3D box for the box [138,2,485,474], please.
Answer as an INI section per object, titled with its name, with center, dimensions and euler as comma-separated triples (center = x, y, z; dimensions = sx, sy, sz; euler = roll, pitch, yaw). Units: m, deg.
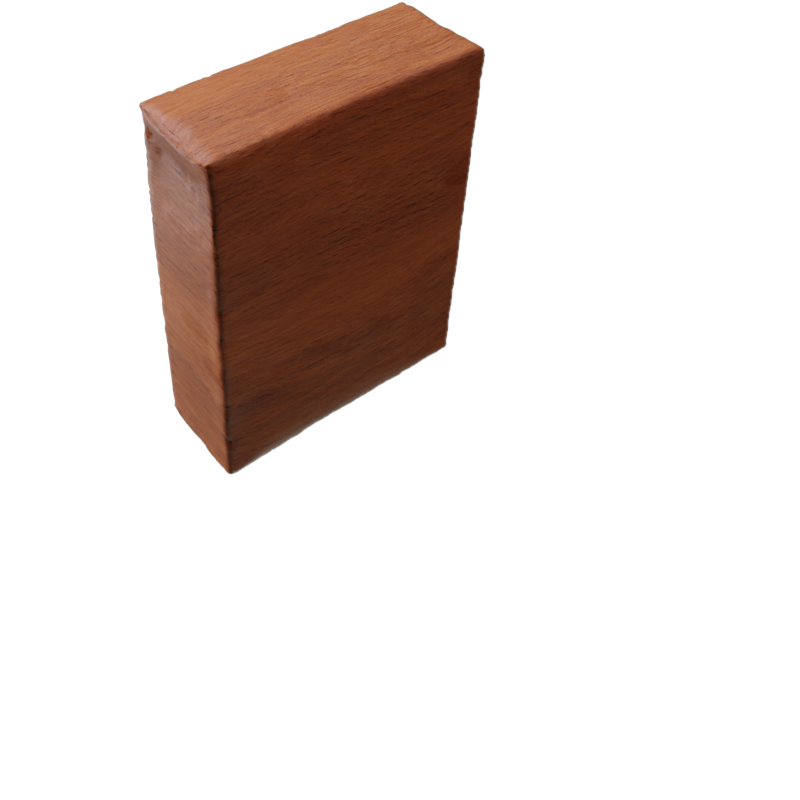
[box]
center = -0.046, -0.084, 0.592
dimensions = 0.164, 0.199, 0.077
euler = -30, 53, -29
